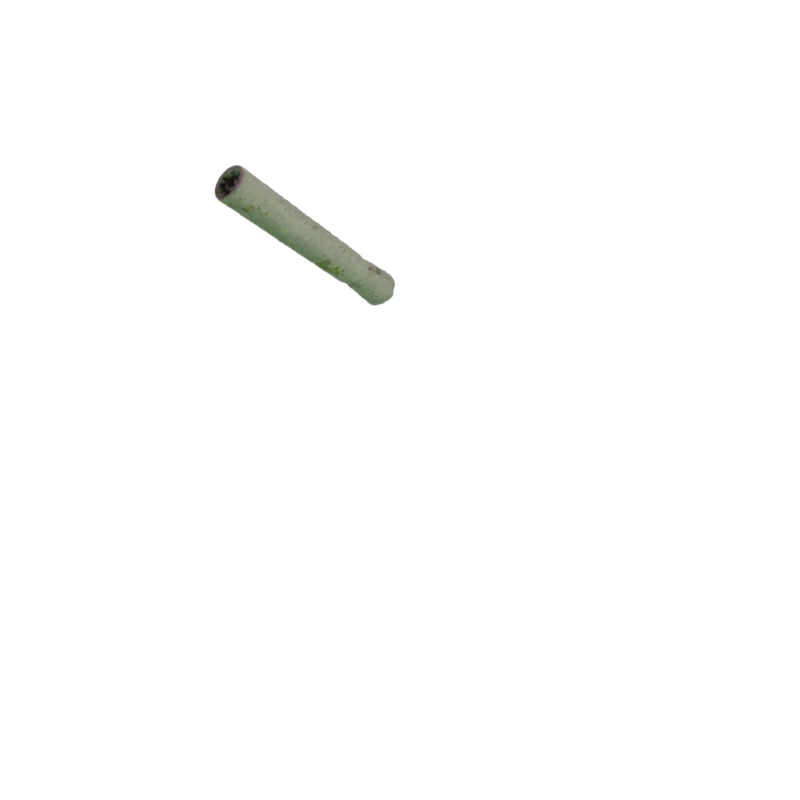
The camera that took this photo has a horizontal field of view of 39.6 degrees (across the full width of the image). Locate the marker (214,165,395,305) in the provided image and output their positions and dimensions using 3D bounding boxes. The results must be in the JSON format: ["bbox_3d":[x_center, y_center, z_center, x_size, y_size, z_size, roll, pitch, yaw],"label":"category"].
[{"bbox_3d":[-0.043,-0.077,0.543,0.021,0.020,0.113,3,-21,45],"label":"marker"}]
